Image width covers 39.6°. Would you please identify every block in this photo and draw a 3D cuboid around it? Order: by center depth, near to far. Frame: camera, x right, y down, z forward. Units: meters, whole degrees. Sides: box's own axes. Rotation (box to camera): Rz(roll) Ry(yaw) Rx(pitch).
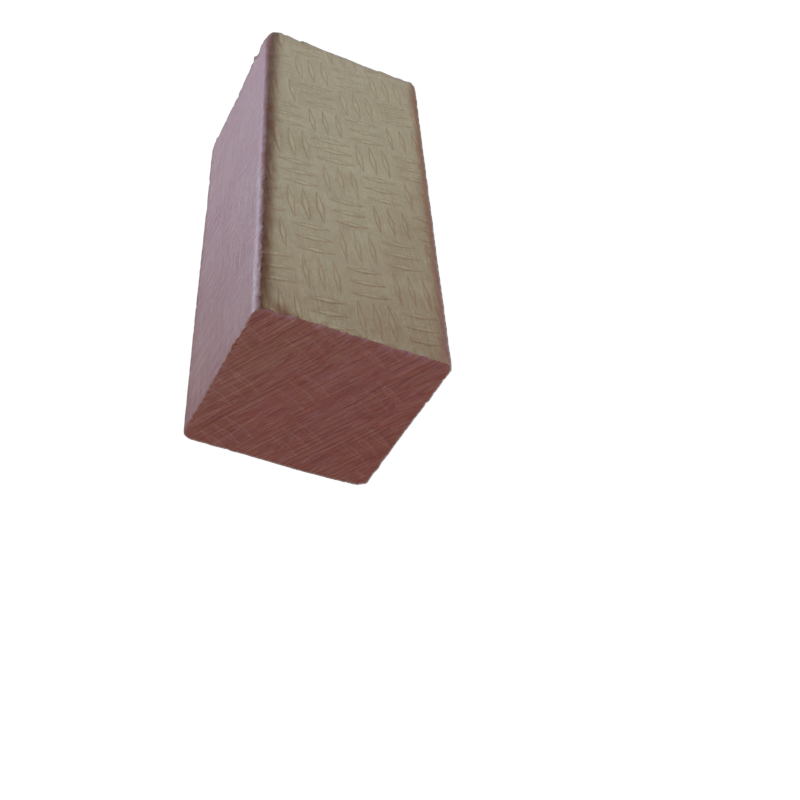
[{"bbox_3d":[-0.043,-0.077,0.542,0.087,0.221,0.087,17,-48,-20],"label":"block"}]
